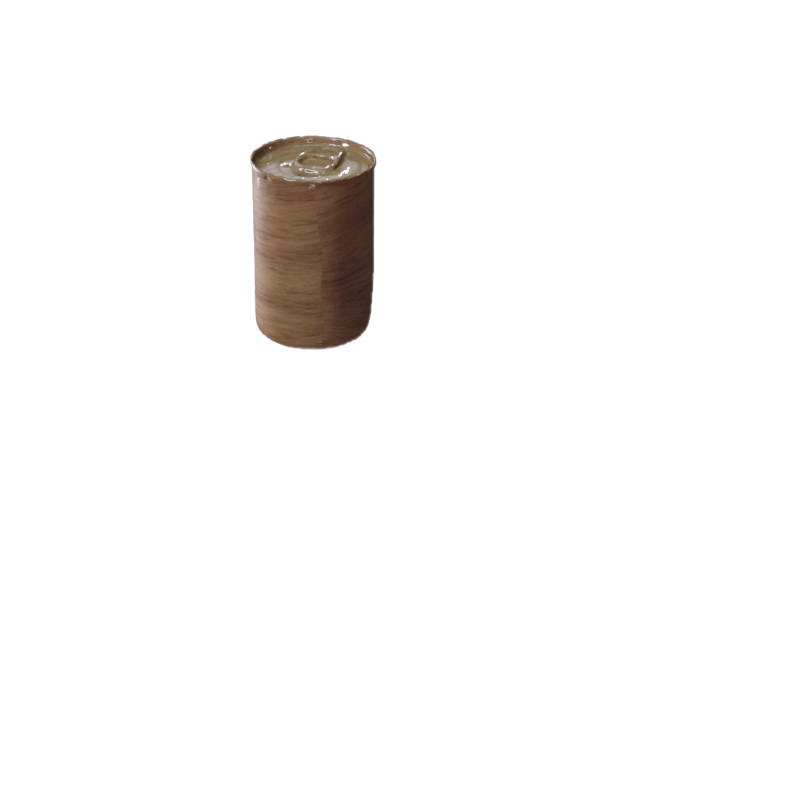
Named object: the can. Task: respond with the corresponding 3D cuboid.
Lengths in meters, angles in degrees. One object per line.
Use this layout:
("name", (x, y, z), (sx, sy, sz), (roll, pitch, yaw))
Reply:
("can", (-0.048, -0.088, 0.618), (0.068, 0.096, 0.073), (0, 29, -2))
